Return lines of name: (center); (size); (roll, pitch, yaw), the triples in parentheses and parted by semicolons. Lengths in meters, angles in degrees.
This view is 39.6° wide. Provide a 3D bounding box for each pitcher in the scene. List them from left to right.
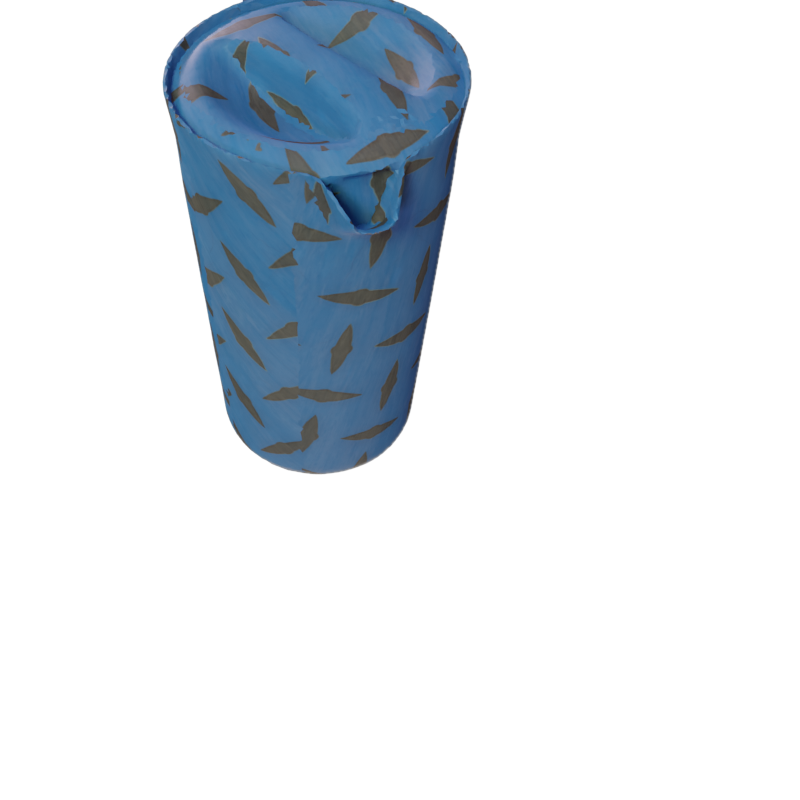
pitcher: (-0.044, -0.081, 0.566); (0.150, 0.154, 0.226); (21, -39, 15)
